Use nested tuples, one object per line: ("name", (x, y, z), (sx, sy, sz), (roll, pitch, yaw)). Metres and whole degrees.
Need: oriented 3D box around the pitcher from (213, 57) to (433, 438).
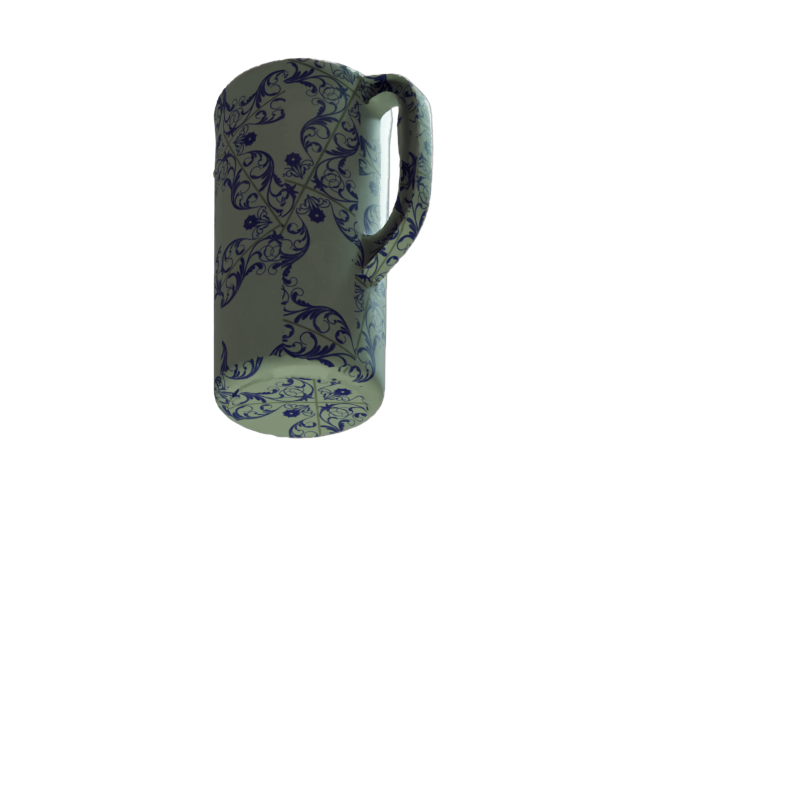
("pitcher", (-0.059, -0.107, 0.752), (0.143, 0.259, 0.141), (4, -31, -9))
